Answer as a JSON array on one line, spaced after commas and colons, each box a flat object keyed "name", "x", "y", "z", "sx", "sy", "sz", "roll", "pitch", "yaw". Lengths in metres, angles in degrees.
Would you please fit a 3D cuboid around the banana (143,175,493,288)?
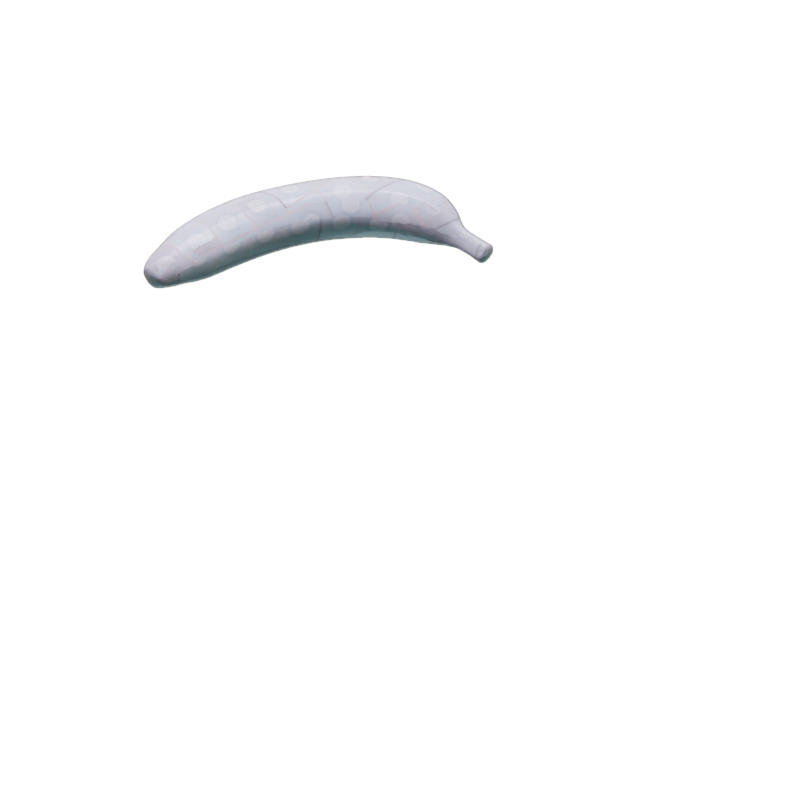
[{"name": "banana", "x": -0.050, "y": -0.100, "z": 0.636, "sx": 0.195, "sy": 0.034, "sz": 0.075, "roll": -8, "pitch": 35, "yaw": -11}]
